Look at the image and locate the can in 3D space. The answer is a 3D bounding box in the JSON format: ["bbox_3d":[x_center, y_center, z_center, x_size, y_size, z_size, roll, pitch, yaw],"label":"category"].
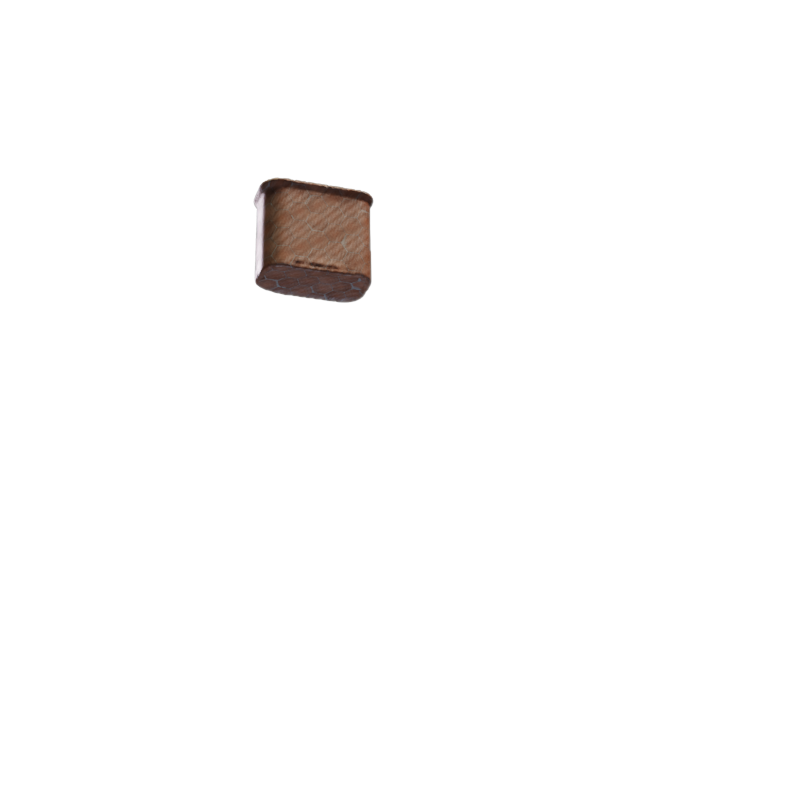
[{"bbox_3d":[-0.074,-0.135,0.948,0.099,0.089,0.055,7,-28,-16],"label":"can"}]
